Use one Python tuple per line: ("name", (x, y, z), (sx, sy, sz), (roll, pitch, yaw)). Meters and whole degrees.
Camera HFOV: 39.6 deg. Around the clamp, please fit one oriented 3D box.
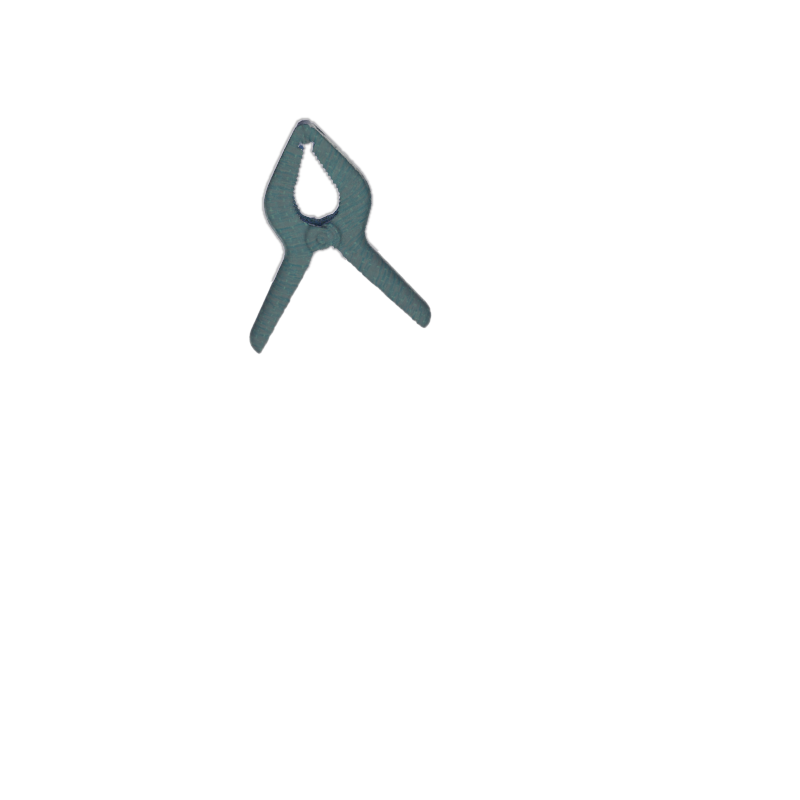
("clamp", (-0.077, -0.140, 0.977), (0.165, 0.201, 0.038), (-16, 16, 4))
